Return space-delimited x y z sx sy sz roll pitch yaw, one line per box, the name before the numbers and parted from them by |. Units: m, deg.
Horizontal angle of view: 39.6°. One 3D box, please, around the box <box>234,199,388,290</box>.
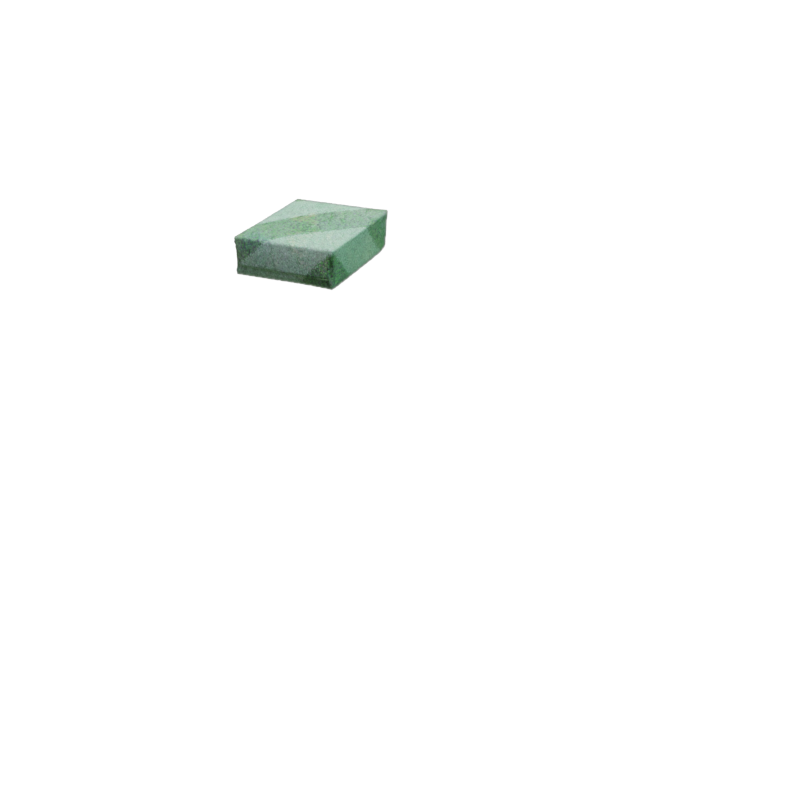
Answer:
box | -0.073 -0.133 0.929 0.093 0.037 0.115 11 27 22
